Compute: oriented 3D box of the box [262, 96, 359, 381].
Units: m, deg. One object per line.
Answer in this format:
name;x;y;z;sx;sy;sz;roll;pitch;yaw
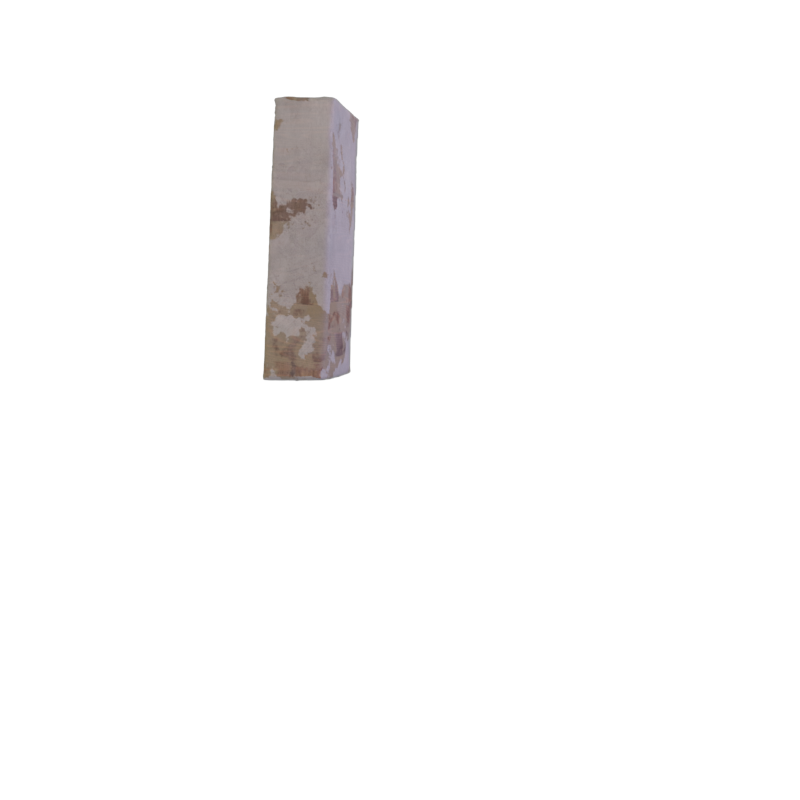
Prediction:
box;-0.057;-0.103;0.722;0.049;0.177;0.092;-1;-2;8
